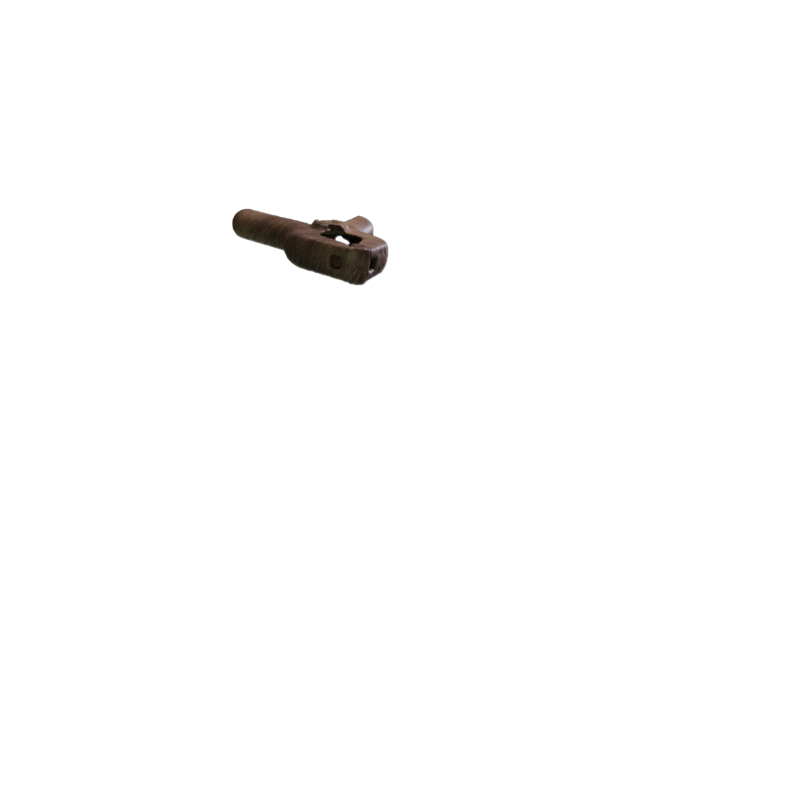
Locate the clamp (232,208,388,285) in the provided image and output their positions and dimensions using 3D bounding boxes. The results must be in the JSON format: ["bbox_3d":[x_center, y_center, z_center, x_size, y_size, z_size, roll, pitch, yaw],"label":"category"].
[{"bbox_3d":[-0.068,-0.123,0.862,0.119,0.038,0.178,-3,16,-10],"label":"clamp"}]
